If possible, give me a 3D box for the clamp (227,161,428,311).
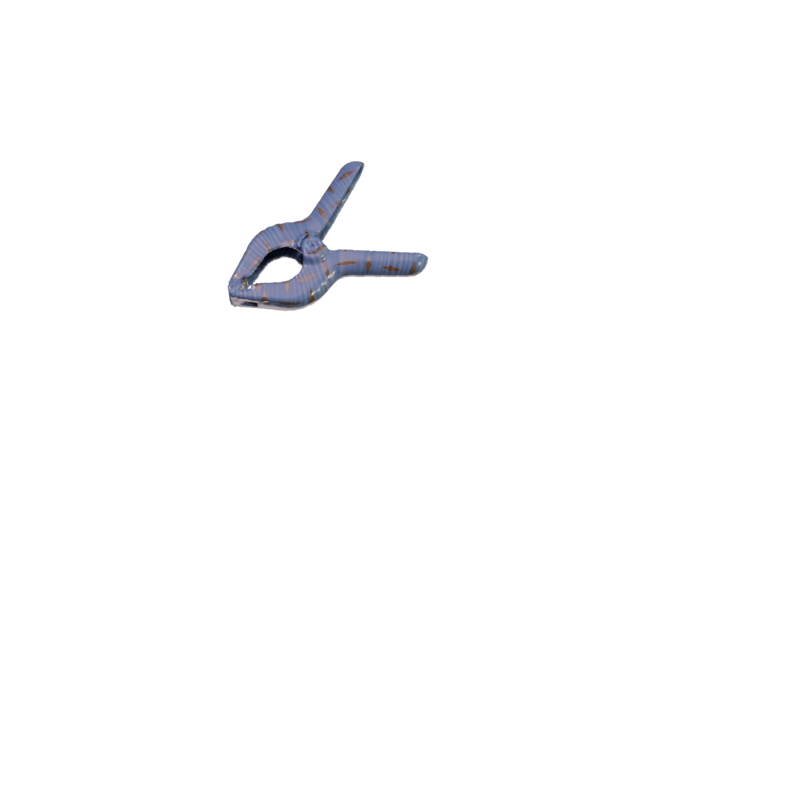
[{"bbox_3d":[-0.075,-0.137,0.959,0.170,0.128,0.037,-20,-28,-11],"label":"clamp"}]
